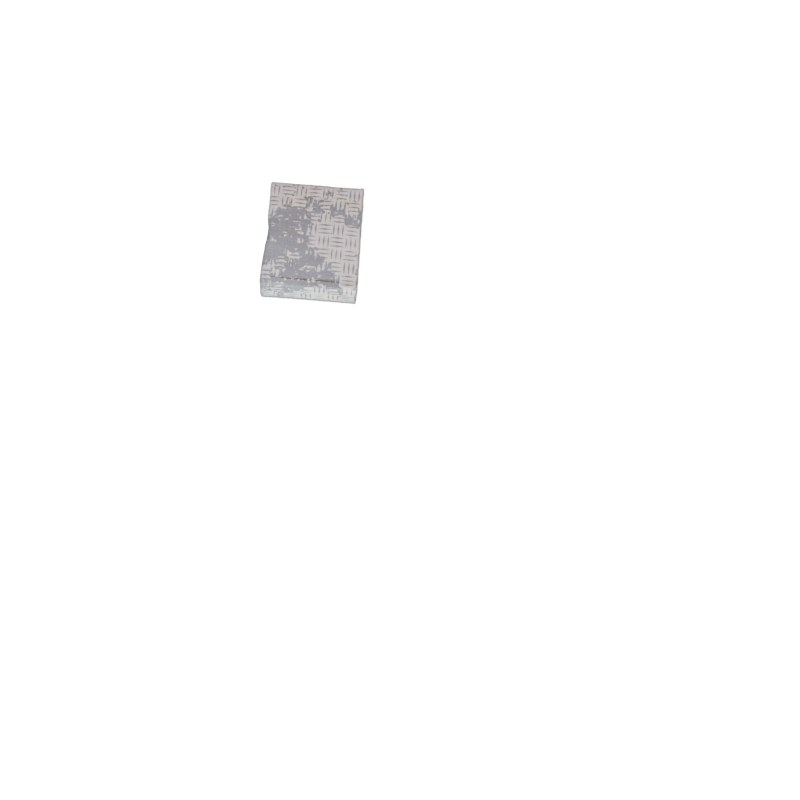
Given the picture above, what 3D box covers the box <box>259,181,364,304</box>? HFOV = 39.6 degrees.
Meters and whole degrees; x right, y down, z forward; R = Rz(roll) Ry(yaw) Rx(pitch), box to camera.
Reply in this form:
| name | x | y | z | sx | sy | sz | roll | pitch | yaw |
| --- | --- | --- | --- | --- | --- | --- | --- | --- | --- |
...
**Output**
| name | x | y | z | sx | sy | sz | roll | pitch | yaw |
| --- | --- | --- | --- | --- | --- | --- | --- | --- | --- |
| box | -0.066 | -0.121 | 0.845 | 0.073 | 0.094 | 0.029 | 4 | -23 | 1 |
